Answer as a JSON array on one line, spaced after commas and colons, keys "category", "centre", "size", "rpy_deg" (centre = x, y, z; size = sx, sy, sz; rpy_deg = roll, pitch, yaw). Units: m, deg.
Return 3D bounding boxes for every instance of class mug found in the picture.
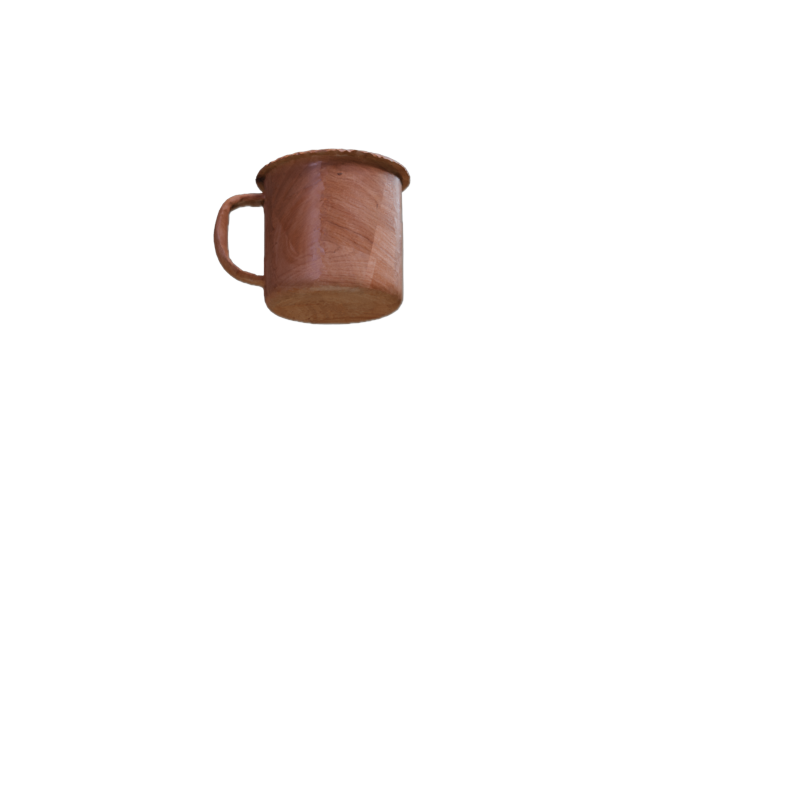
[{"category": "mug", "centre": [-0.051, -0.093, 0.652], "size": [0.115, 0.085, 0.091], "rpy_deg": [2, -15, -10]}]
